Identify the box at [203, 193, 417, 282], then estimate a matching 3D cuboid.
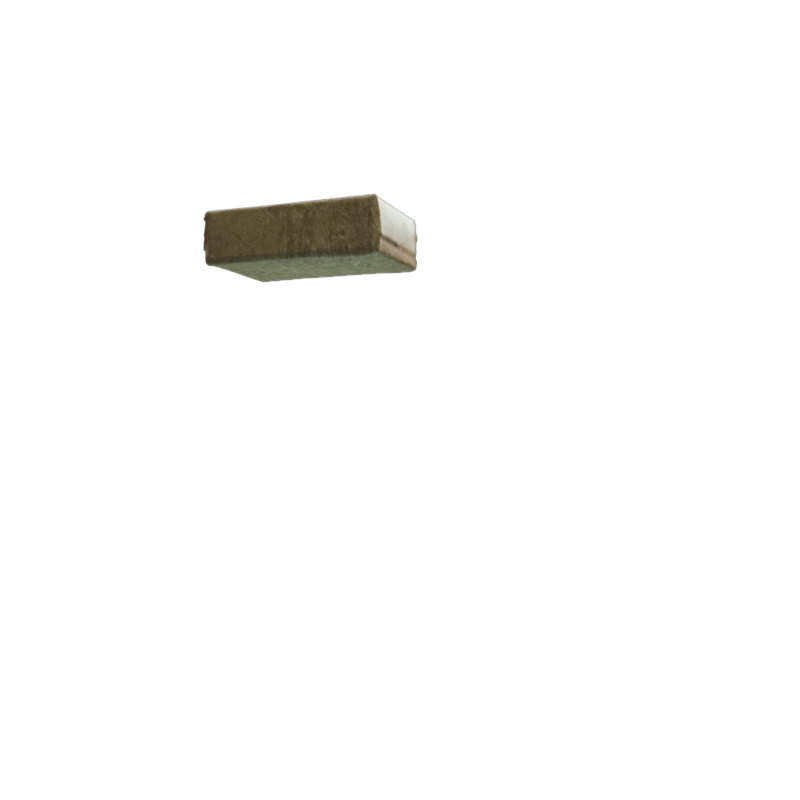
[{"bbox_3d":[-0.054,-0.099,0.696,0.116,0.039,0.087,0,-2,18],"label":"box"}]
